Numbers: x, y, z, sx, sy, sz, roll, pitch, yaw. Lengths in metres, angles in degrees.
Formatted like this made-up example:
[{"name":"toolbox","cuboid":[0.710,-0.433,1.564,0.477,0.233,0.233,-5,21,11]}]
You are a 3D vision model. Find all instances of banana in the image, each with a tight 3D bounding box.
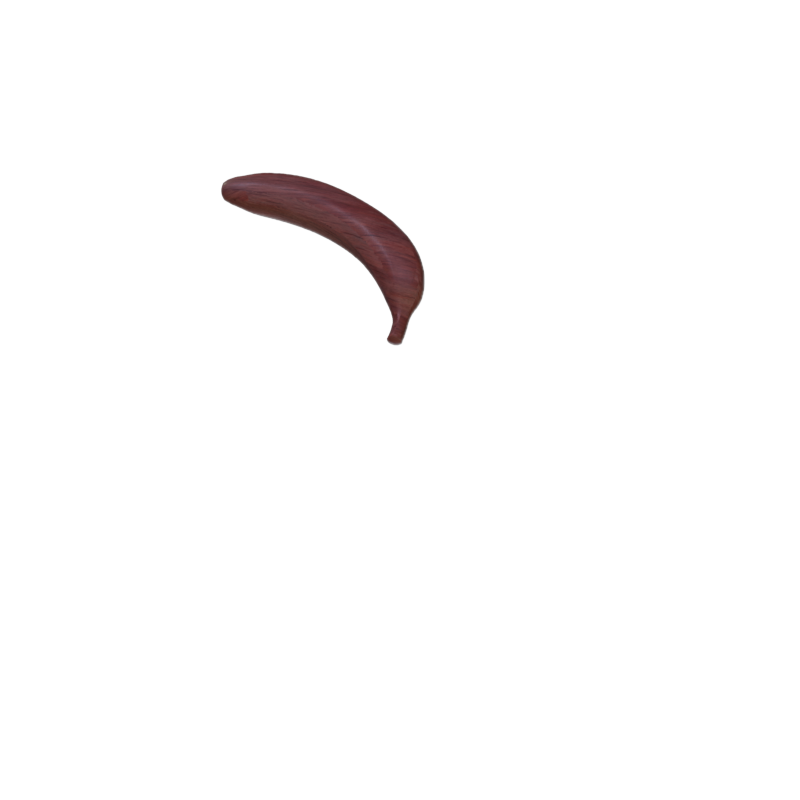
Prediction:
[{"name":"banana","cuboid":[-0.047,-0.122,0.808,0.070,0.034,0.211,-33,56,-26]}]
